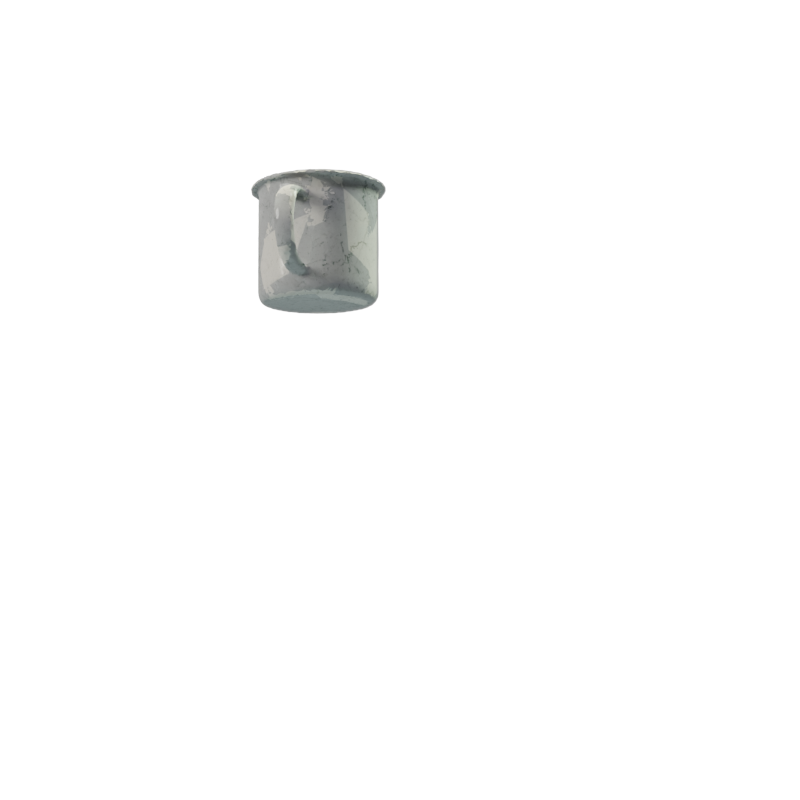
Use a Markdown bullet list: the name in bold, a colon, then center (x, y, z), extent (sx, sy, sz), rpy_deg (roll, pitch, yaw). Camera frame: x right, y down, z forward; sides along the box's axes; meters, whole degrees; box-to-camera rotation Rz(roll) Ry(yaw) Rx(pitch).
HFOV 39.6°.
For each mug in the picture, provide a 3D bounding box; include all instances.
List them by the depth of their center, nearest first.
- **mug**: center (-0.058, -0.107, 0.746), extent (0.095, 0.084, 0.112), rpy_deg (-3, -9, 14)
